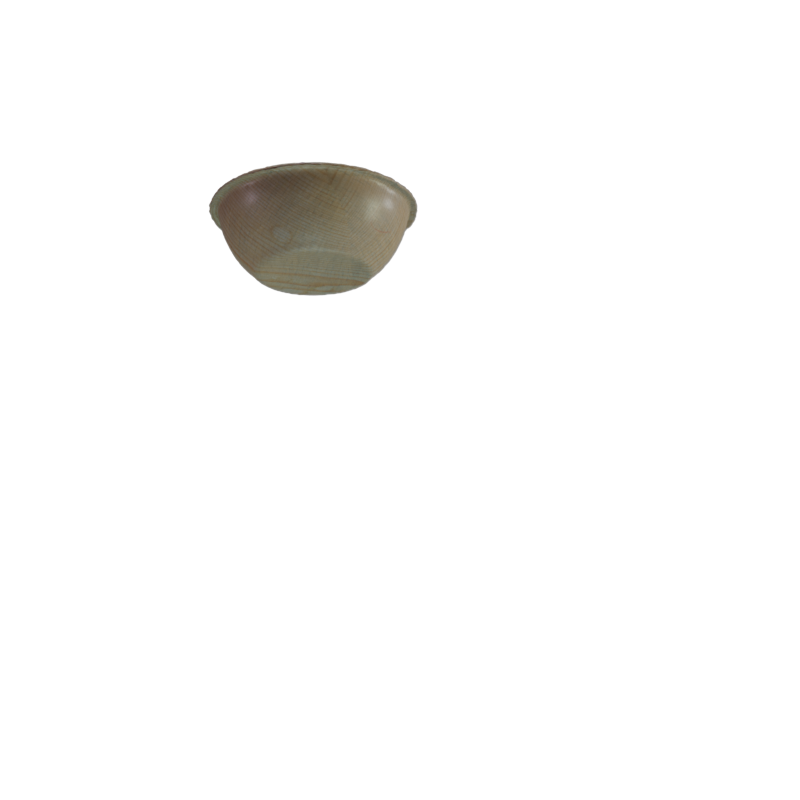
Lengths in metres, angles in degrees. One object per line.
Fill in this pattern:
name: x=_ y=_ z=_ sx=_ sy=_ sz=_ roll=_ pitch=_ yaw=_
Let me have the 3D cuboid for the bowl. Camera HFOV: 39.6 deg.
bowl: x=-0.067 y=-0.122 z=0.852 sx=0.162 sy=0.058 sz=0.155 roll=0 pitch=-18 yaw=-2
